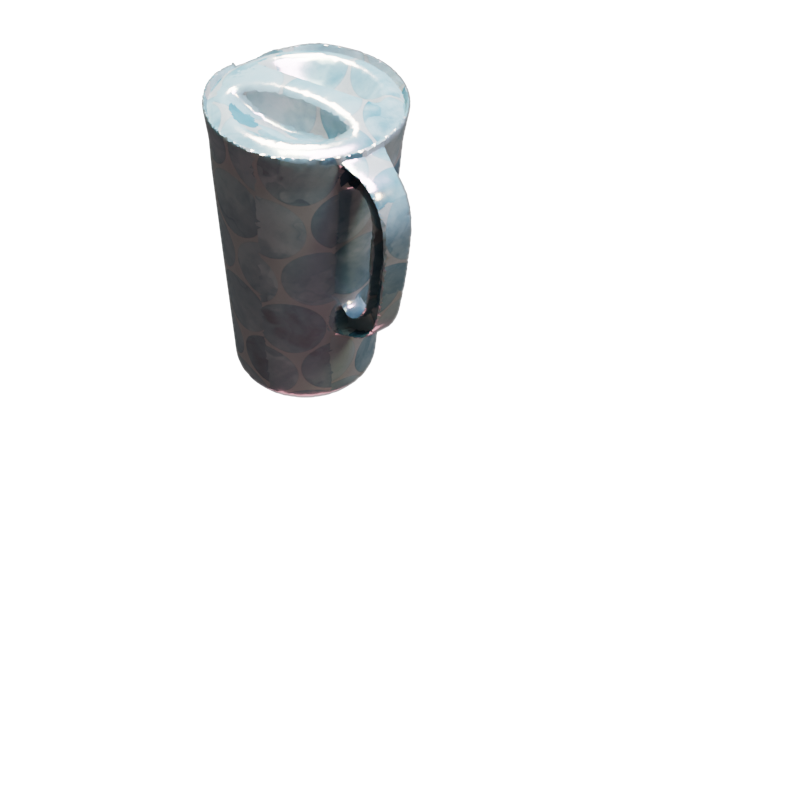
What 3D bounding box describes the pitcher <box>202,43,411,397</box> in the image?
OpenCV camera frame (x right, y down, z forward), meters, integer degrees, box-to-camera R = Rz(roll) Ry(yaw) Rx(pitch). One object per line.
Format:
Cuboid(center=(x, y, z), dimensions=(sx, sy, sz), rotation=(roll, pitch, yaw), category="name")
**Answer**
Cuboid(center=(-0.061, -0.111, 0.774), dimensions=(0.147, 0.226, 0.158), rotation=(8, 45, 5), category="pitcher")
